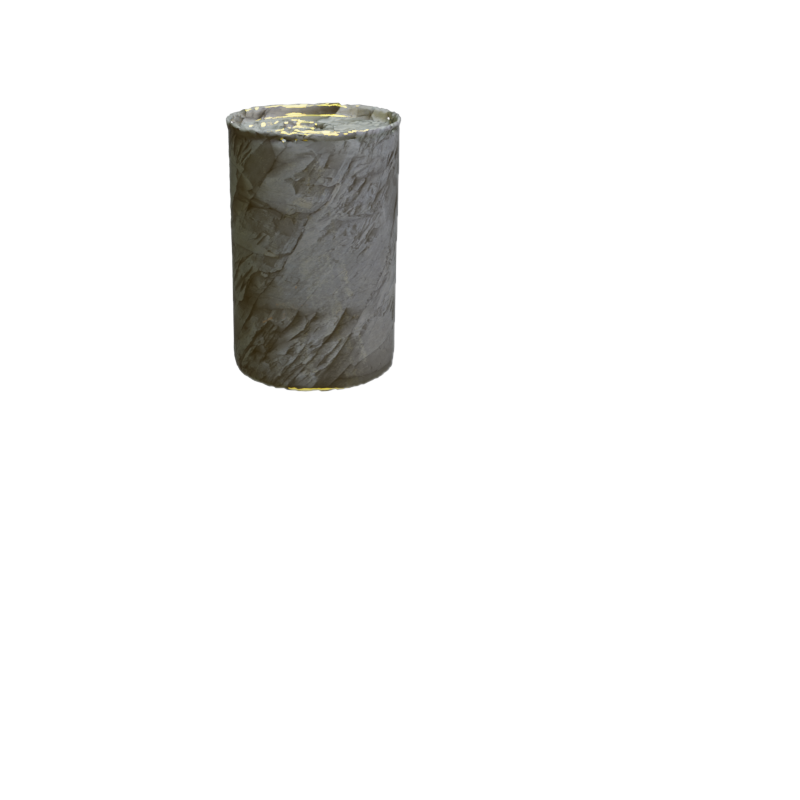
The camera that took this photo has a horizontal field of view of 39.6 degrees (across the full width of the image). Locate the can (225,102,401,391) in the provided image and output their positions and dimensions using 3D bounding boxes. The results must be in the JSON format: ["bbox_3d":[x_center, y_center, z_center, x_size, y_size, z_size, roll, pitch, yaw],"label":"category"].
[{"bbox_3d":[-0.035,-0.063,0.444,0.068,0.098,0.072,0,19,-2],"label":"can"}]
